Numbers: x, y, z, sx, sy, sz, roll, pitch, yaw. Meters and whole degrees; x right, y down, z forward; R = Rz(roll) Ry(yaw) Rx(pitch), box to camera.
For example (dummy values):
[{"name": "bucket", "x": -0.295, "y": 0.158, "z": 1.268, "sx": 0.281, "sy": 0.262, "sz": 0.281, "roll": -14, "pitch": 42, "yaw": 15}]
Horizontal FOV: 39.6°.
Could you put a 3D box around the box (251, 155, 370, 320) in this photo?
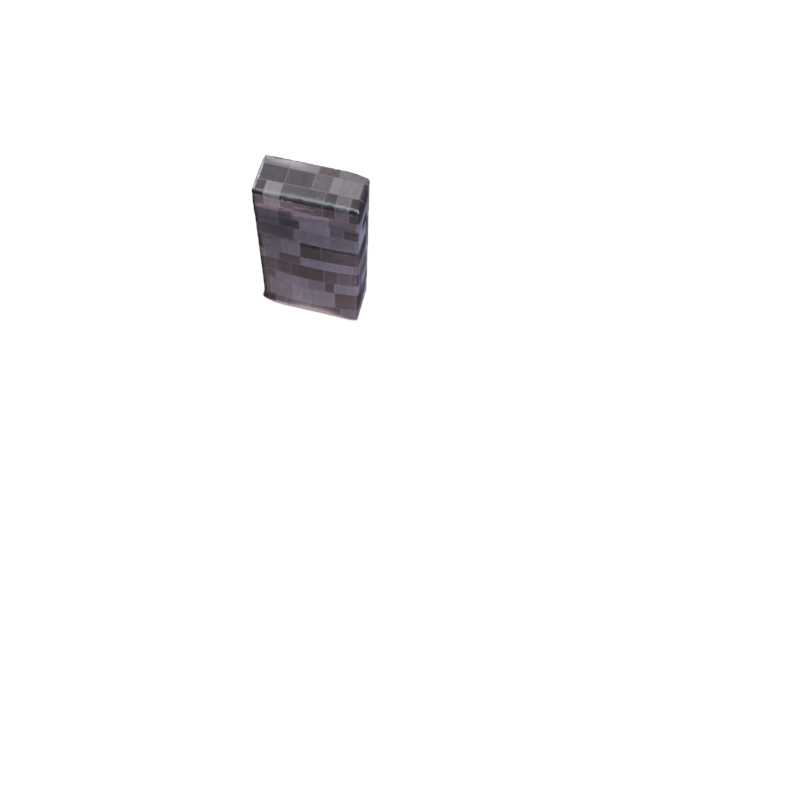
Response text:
[{"name": "box", "x": -0.075, "y": -0.138, "z": 0.968, "sx": 0.095, "sy": 0.050, "sz": 0.165, "roll": 15, "pitch": -30, "yaw": 5}]
